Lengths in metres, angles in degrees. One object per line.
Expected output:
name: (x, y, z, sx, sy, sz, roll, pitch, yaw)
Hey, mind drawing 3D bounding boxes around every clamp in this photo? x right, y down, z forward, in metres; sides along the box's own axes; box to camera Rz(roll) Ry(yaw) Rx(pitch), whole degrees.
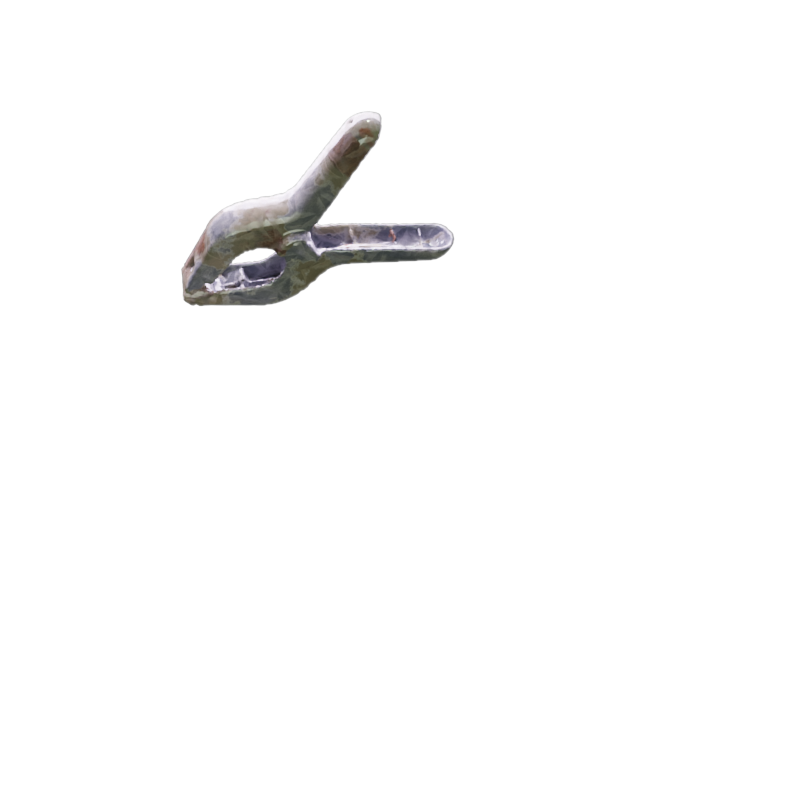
clamp: (-0.054, -0.099, 0.690, 0.171, 0.042, 0.112, -27, -53, 22)
